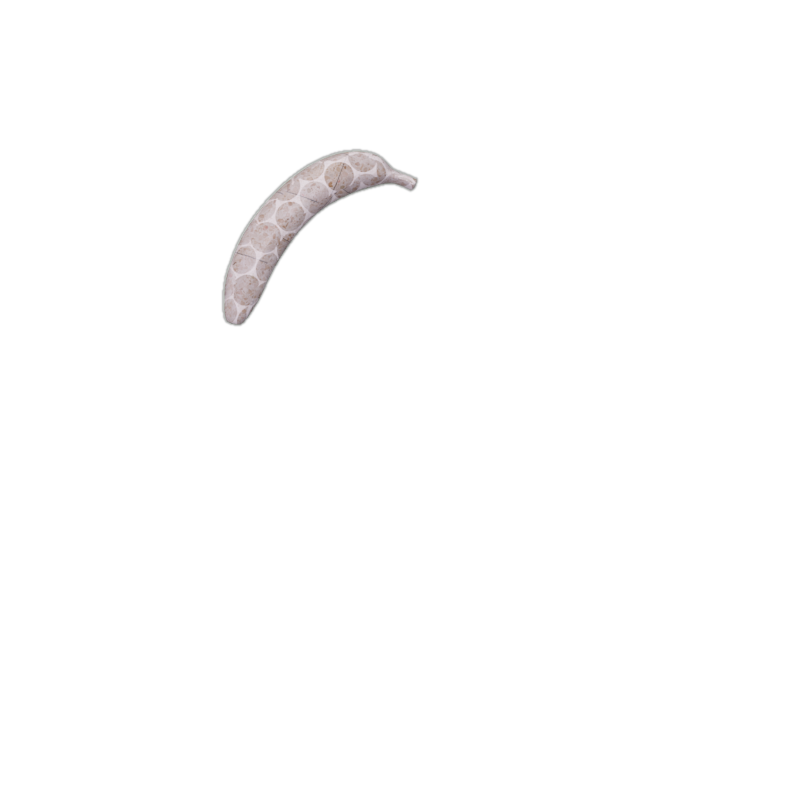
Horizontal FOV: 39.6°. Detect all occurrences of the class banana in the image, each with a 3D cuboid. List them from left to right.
[{"bbox_3d":[-0.079,-0.146,0.905,0.198,0.071,0.036,-39,-8,-8],"label":"banana"}]
